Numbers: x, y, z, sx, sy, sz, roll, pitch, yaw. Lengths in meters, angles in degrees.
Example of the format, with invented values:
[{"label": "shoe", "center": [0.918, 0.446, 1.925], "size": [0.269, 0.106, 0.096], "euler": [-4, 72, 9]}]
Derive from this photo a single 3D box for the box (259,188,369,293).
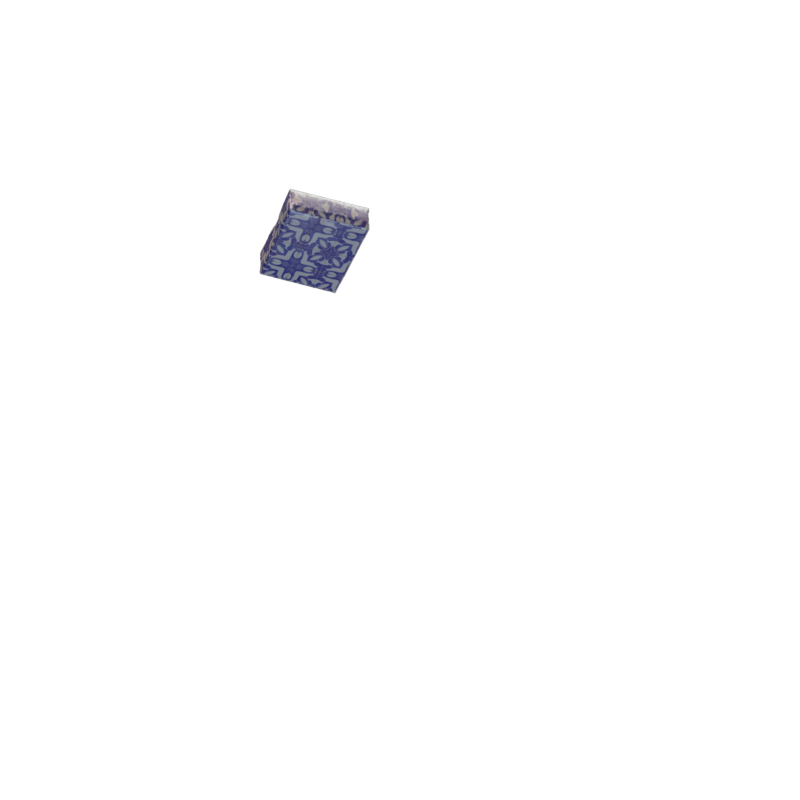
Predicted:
[{"label": "box", "center": [-0.076, -0.138, 0.969], "size": [0.071, 0.032, 0.085], "euler": [14, -42, -16]}]
